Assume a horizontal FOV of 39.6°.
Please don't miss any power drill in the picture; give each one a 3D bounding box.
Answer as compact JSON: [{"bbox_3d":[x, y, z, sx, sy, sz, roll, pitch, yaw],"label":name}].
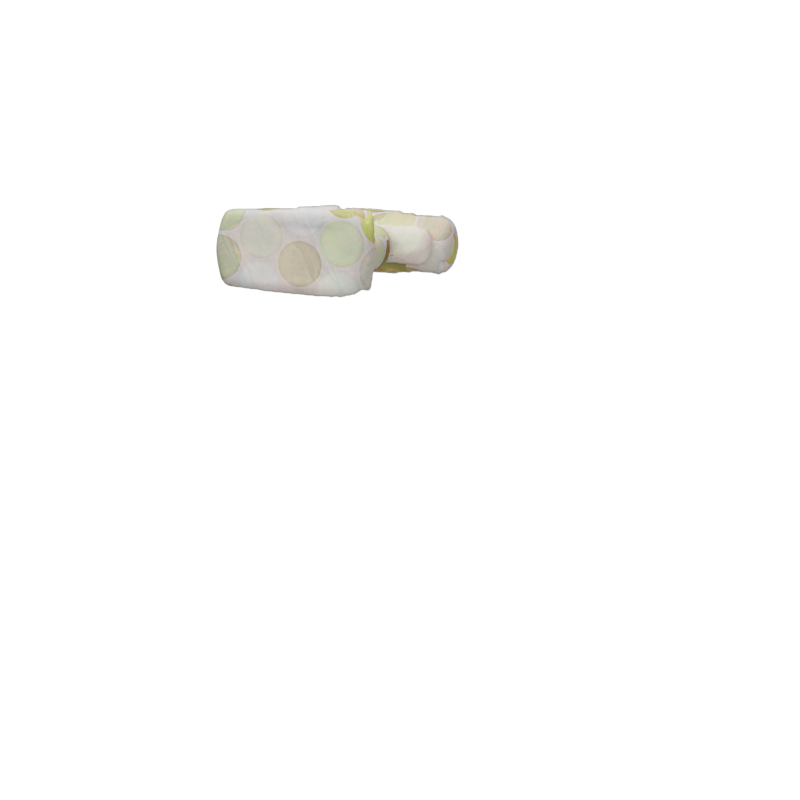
[{"bbox_3d":[-0.064,-0.116,0.813,0.189,0.056,0.187,4,12,17],"label":"power drill"}]
